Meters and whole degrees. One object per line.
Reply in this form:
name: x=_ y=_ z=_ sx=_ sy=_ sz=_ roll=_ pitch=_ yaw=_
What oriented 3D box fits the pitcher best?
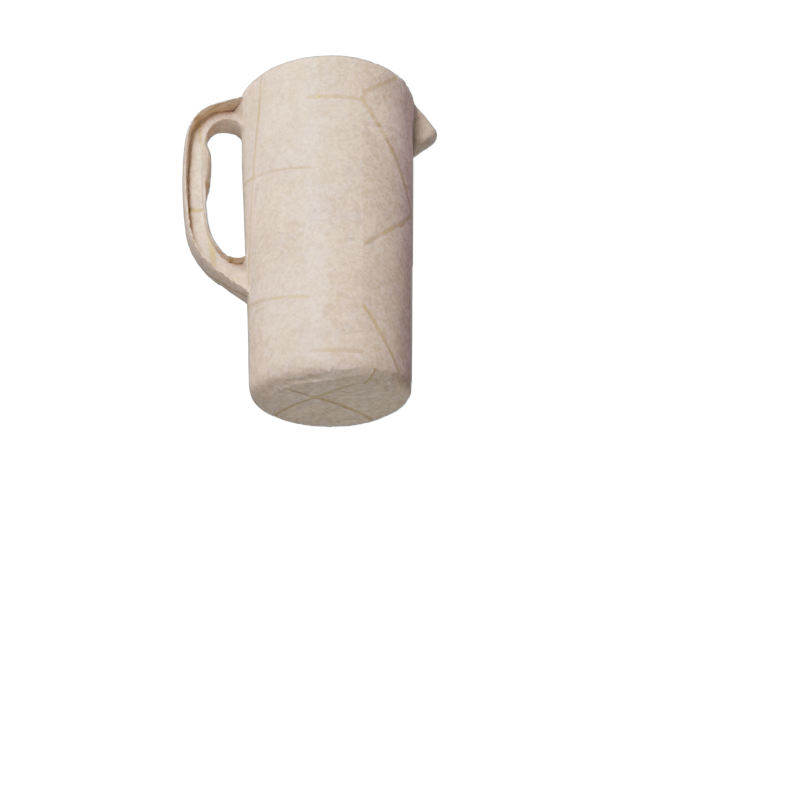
pitcher: x=-0.061 y=-0.112 z=0.784 sx=0.151 sy=0.257 sz=0.135 roll=-17 pitch=-30 yaw=29
